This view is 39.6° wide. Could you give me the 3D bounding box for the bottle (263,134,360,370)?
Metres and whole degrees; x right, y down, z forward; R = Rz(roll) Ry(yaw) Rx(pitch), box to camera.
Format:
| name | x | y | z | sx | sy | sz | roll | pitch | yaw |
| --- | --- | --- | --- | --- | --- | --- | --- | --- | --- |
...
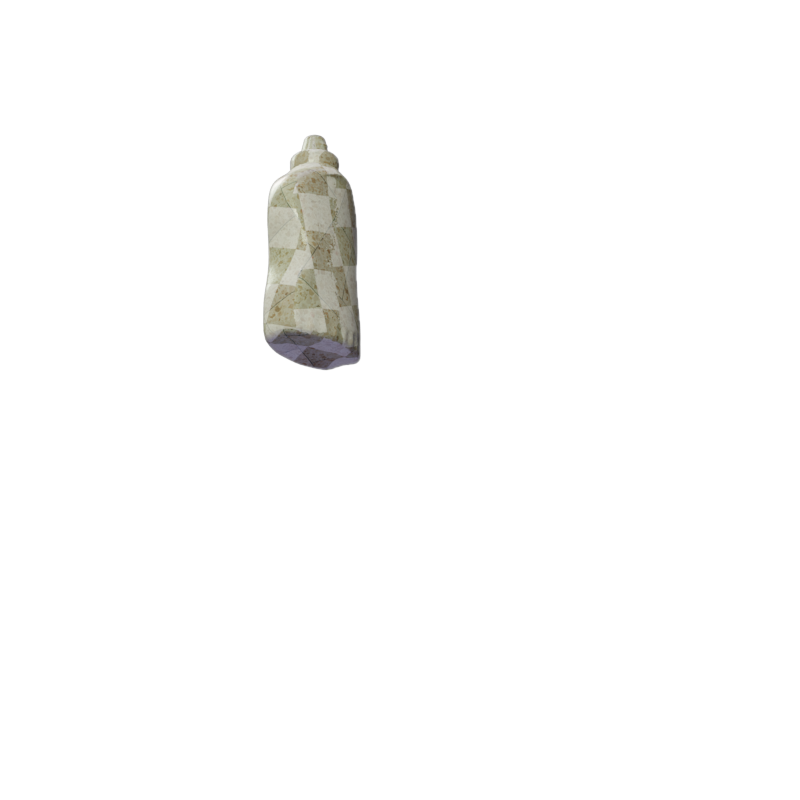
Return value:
| name | x | y | z | sx | sy | sz | roll | pitch | yaw |
| --- | --- | --- | --- | --- | --- | --- | --- | --- | --- |
| bottle | -0.070 | -0.128 | 0.893 | 0.059 | 0.203 | 0.089 | -17 | -28 | 29 |
